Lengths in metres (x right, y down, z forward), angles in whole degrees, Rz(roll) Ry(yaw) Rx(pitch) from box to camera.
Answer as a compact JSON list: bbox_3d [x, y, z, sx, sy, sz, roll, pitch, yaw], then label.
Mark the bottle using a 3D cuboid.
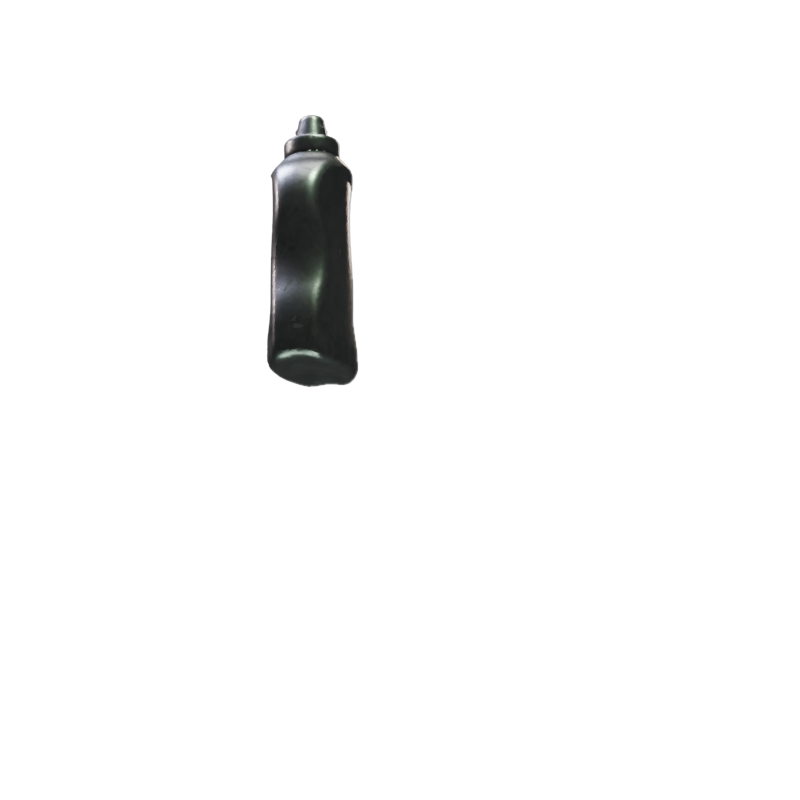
[{"bbox_3d":[-0.062,-0.112,0.783,0.059,0.200,0.090,-6,-19,13],"label":"bottle"}]
